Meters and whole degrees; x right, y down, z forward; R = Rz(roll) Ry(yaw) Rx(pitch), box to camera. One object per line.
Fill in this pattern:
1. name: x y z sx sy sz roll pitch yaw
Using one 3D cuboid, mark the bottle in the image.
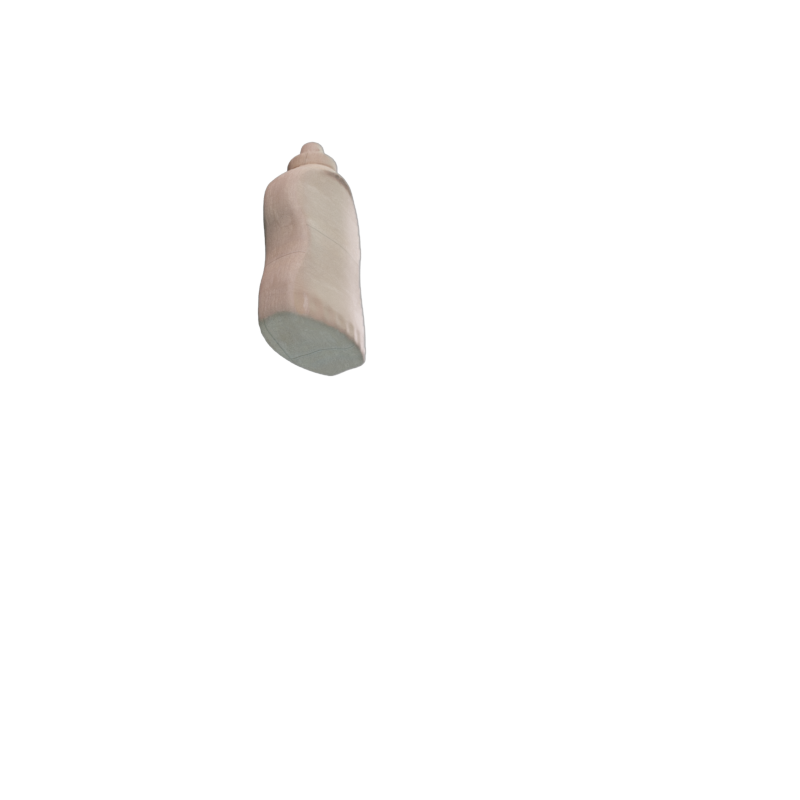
1. bottle: -0.067 -0.121 0.852 0.059 0.205 0.089 -24 -39 29
